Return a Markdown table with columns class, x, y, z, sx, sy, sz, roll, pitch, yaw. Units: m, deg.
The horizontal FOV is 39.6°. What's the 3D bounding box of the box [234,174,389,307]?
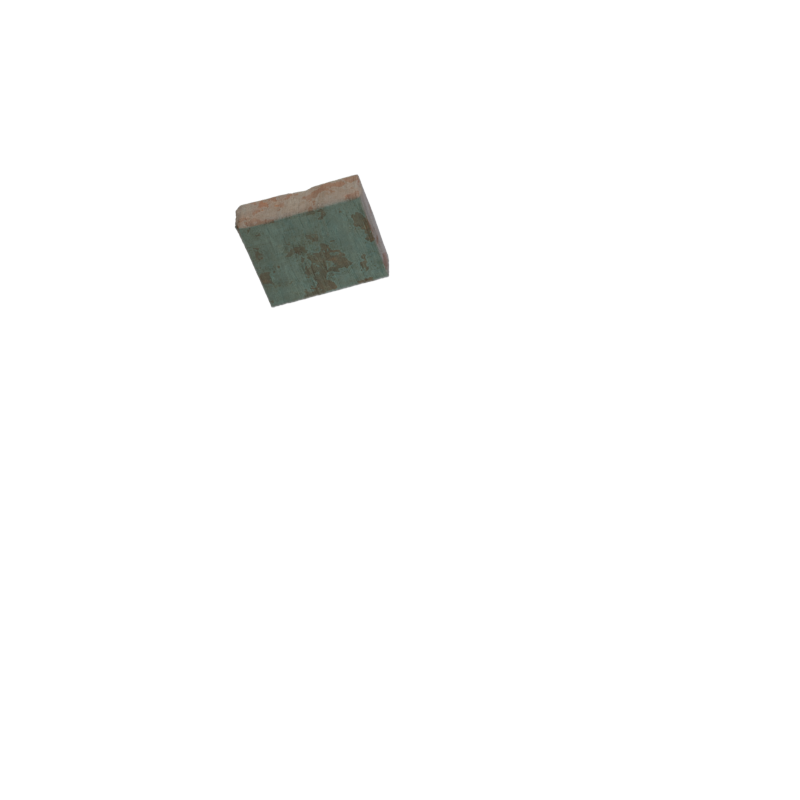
| class | x | y | z | sx | sy | sz | roll | pitch | yaw |
| --- | --- | --- | --- | --- | --- | --- | --- | --- | --- |
| box | -0.060 | -0.108 | 0.760 | 0.090 | 0.068 | 0.032 | -13 | 39 | 11 |
